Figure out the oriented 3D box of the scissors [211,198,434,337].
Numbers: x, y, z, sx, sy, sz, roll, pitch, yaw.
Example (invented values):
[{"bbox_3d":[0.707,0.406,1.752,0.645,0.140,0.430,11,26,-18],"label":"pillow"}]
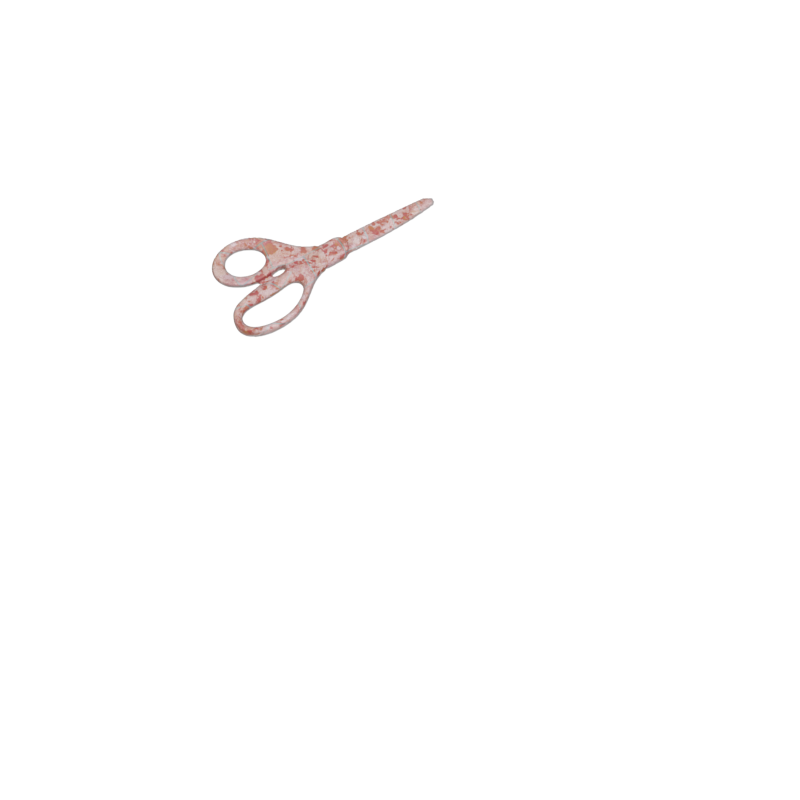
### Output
[{"bbox_3d":[-0.073,-0.132,0.926,0.101,0.205,0.015,37,-23,19],"label":"scissors"}]
